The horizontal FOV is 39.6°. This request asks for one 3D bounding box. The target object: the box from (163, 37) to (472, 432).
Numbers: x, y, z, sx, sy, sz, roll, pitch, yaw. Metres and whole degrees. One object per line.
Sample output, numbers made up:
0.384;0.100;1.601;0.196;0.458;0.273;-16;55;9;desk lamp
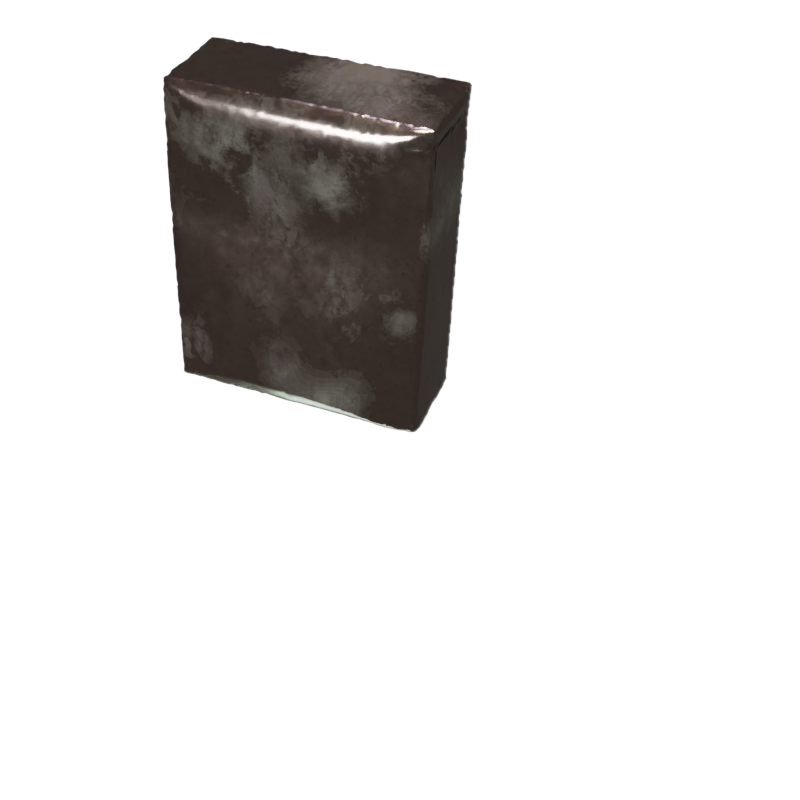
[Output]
-0.052;-0.095;0.666;0.169;0.200;0.074;15;38;17;box
